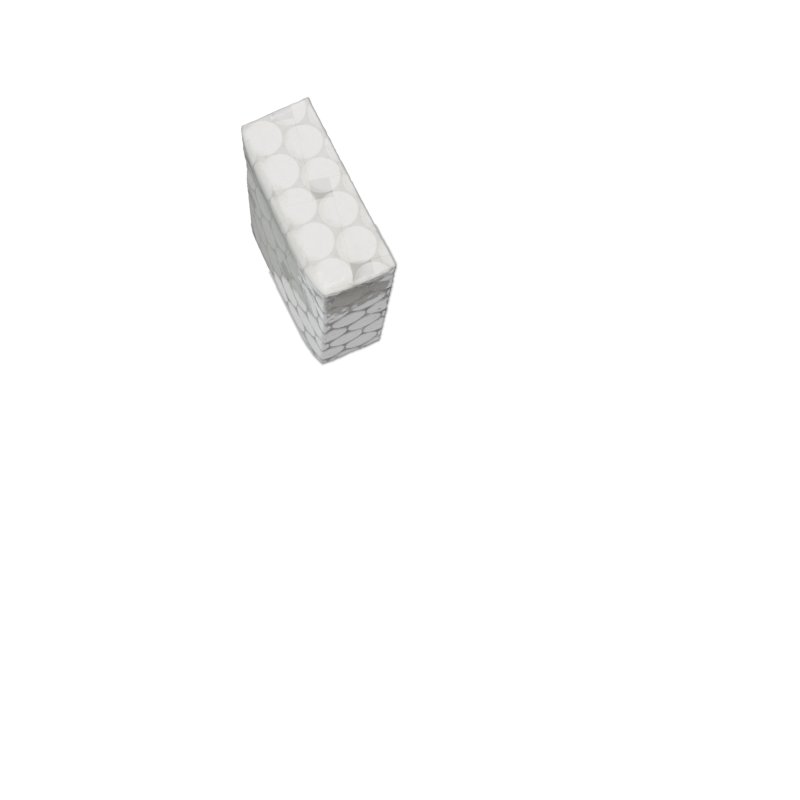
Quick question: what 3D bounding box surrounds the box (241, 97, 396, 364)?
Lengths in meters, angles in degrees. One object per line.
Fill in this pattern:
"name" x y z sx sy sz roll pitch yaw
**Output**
"box" -0.076 -0.138 0.970 0.072 0.172 0.205 -24 -13 -9
